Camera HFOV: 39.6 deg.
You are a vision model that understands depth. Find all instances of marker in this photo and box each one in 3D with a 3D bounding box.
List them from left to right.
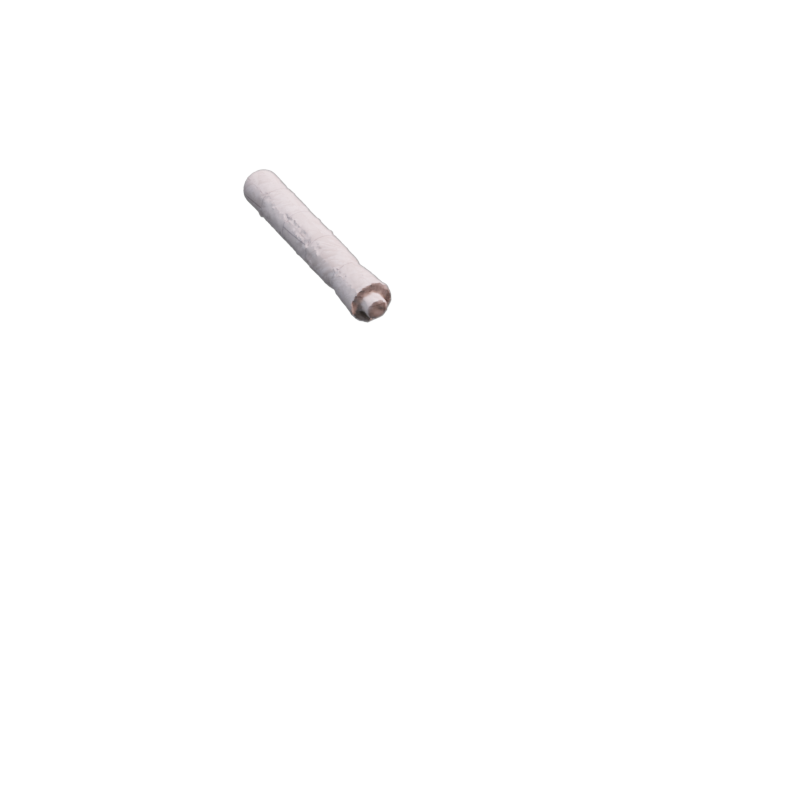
[{"bbox_3d":[-0.038,-0.070,0.492,0.019,0.019,0.131,-2,32,-31],"label":"marker"}]
